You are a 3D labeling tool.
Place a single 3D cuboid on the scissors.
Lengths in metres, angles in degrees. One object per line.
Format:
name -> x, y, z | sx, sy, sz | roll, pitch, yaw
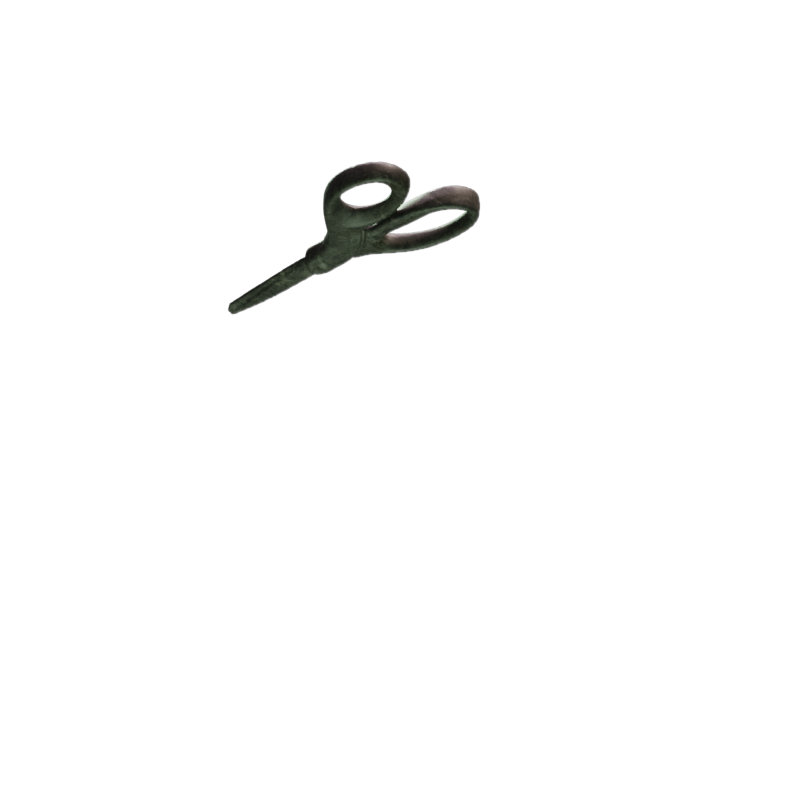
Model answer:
scissors -> -0.051, -0.093, 0.654 | 0.205, 0.017, 0.089 | -14, -27, 30
